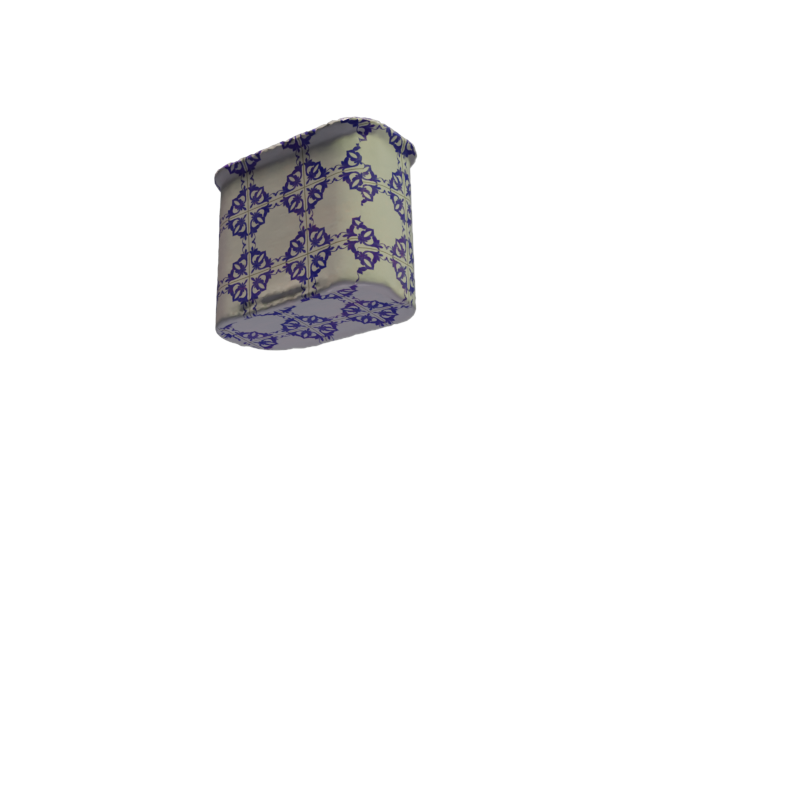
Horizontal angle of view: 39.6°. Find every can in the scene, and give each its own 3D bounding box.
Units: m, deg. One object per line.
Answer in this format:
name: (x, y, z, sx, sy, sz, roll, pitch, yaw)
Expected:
can: (-0.041, -0.075, 0.529, 0.103, 0.088, 0.054, -15, -26, 33)
